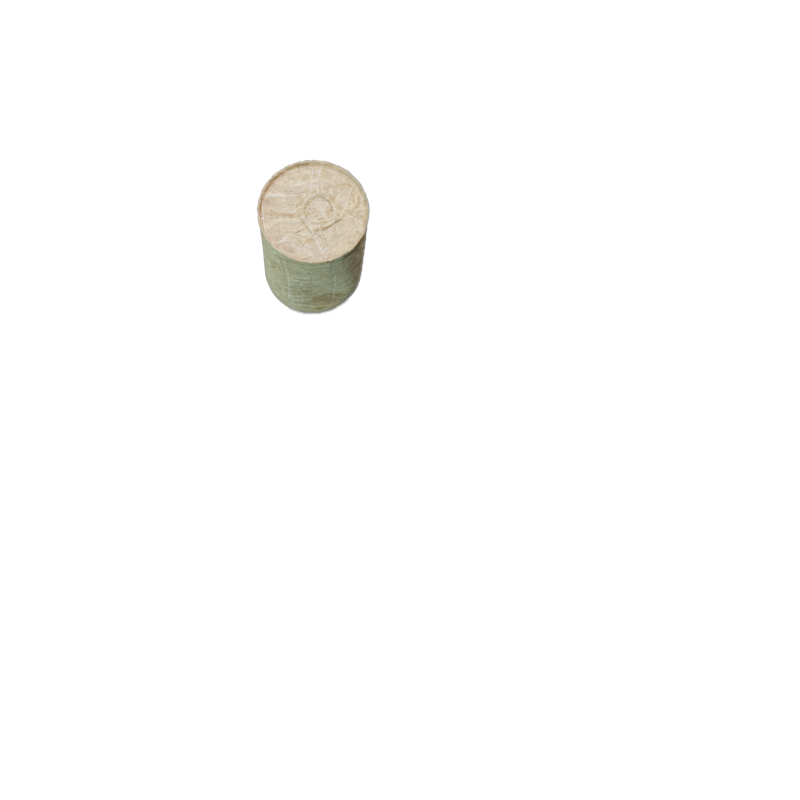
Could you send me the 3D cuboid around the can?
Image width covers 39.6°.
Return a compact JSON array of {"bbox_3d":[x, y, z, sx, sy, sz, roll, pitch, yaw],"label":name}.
[{"bbox_3d":[-0.056,-0.102,0.714,0.068,0.072,0.098,0,-17,-3],"label":"can"}]
